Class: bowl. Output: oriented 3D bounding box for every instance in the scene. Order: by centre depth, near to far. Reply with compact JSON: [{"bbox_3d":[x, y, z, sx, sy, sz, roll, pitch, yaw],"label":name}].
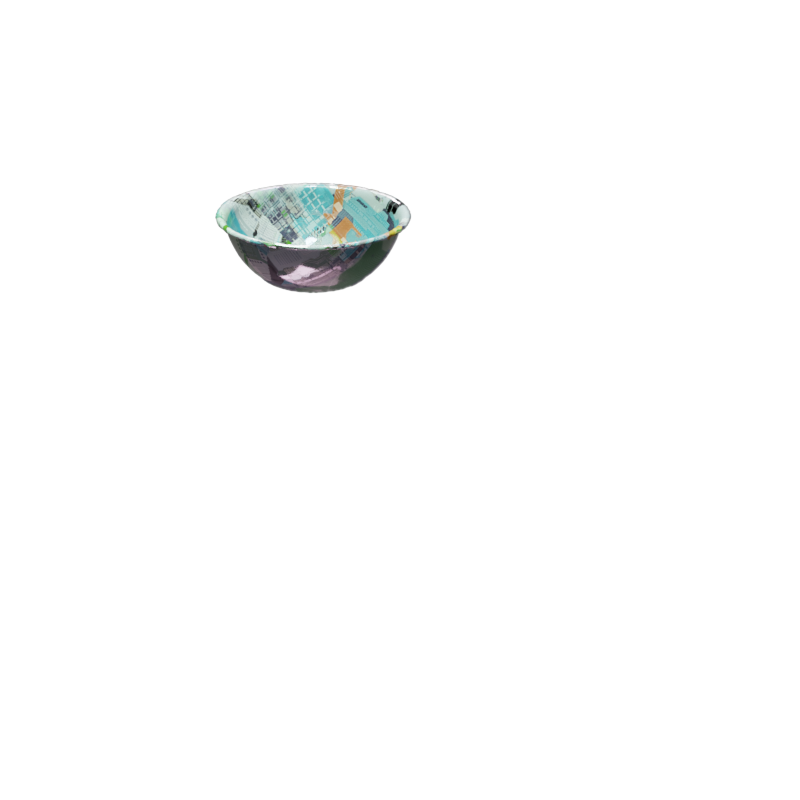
[{"bbox_3d":[-0.073,-0.132,0.927,0.162,0.052,0.171,-1,28,-2],"label":"bowl"}]
